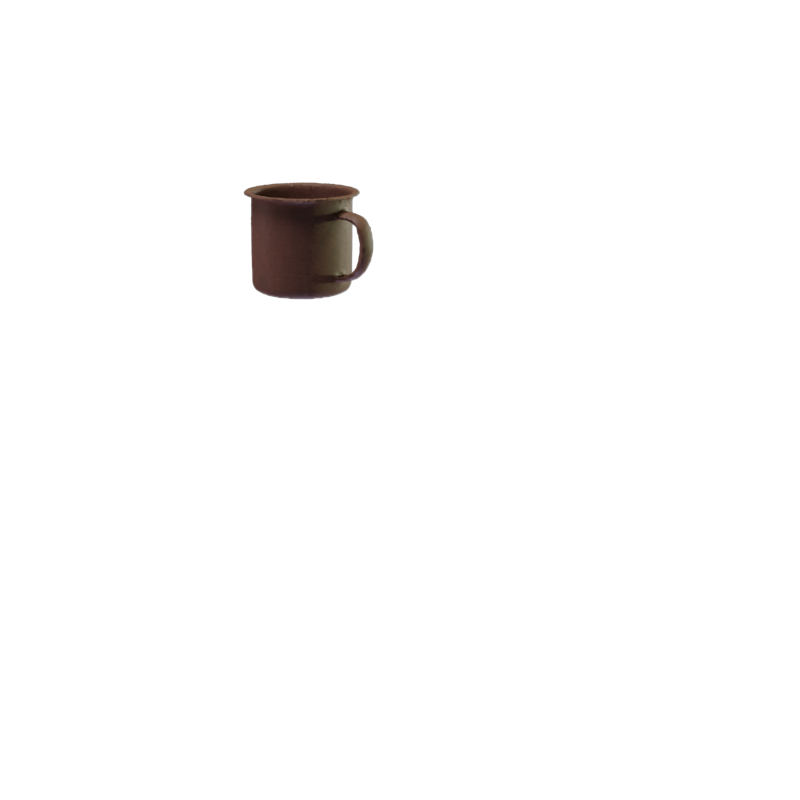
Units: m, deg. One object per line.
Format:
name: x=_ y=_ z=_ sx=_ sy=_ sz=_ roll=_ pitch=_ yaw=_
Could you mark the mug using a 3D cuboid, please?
mug: x=-0.070 y=-0.127 z=0.889 sx=0.123 sy=0.079 sz=0.092 roll=12 pitch=20 yaw=35
